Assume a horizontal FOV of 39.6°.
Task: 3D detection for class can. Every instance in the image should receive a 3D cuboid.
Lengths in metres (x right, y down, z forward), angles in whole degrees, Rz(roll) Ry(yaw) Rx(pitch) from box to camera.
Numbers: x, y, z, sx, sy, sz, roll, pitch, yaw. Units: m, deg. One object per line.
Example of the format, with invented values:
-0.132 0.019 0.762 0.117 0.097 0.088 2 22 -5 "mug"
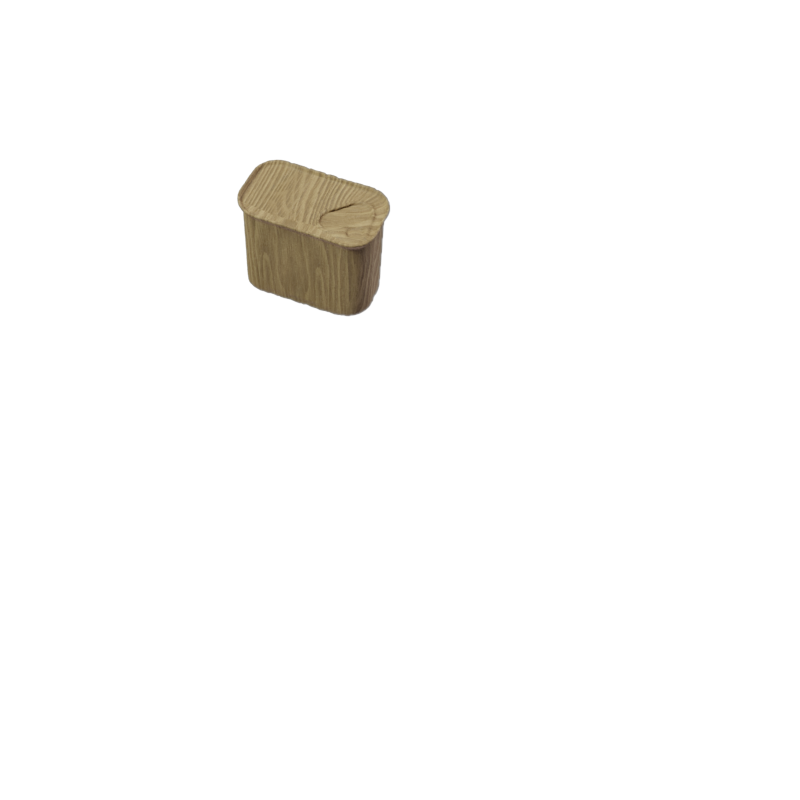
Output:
-0.061 -0.112 0.783 0.105 0.060 0.078 19 -36 13 "can"
